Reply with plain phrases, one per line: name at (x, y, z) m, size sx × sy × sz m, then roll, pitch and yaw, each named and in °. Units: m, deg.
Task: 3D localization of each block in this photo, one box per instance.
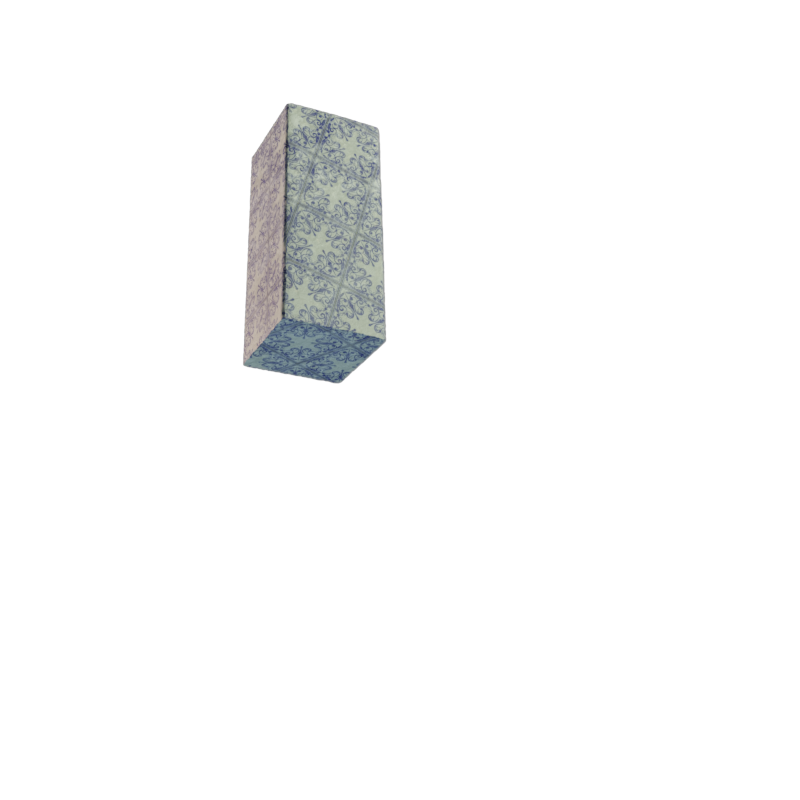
block at (-0.072, -0.132, 0.925) m, size 0.087 × 0.220 × 0.088 m, roll 12°, pitch -32°, yaw -23°
